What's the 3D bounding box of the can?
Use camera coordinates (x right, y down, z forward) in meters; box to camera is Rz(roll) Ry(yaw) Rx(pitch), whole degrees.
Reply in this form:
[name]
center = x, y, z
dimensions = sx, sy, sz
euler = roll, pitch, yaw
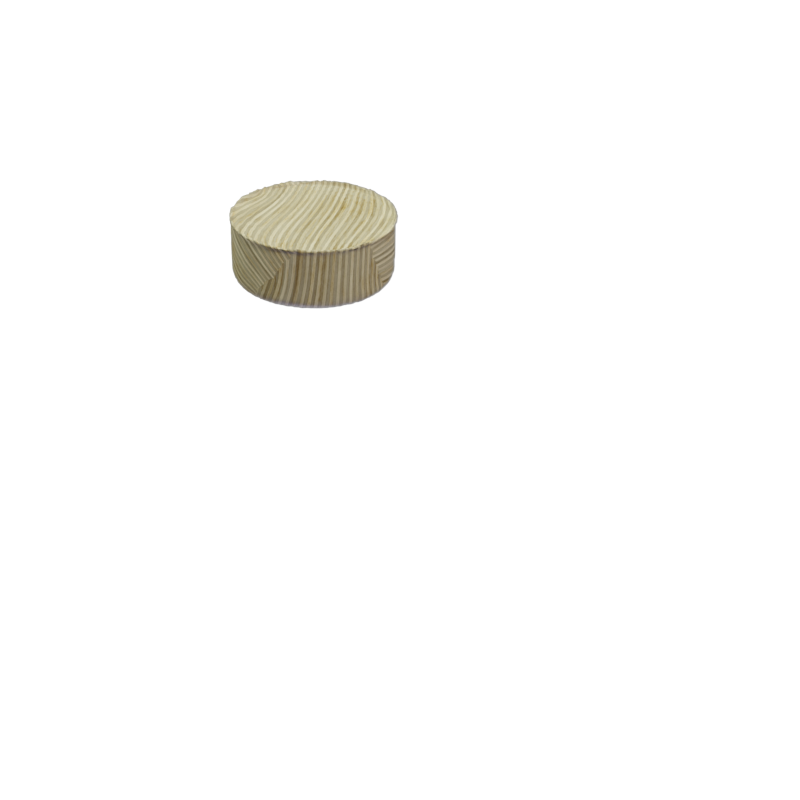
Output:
[can]
center = -0.045, -0.081, 0.570
dimensions = 0.086, 0.032, 0.091
euler = -1, 32, -2
